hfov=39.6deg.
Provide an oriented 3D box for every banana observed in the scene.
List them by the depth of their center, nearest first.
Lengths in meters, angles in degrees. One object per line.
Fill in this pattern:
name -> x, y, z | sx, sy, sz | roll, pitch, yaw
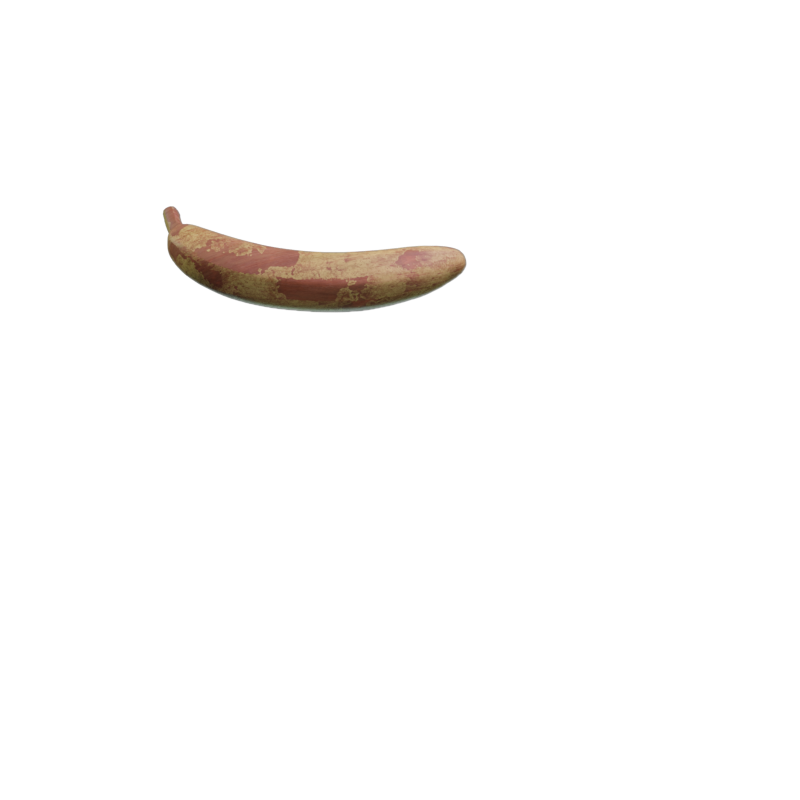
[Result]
banana -> -0.061, -0.084, 0.678 | 0.201, 0.073, 0.034 | 11, -36, 8
